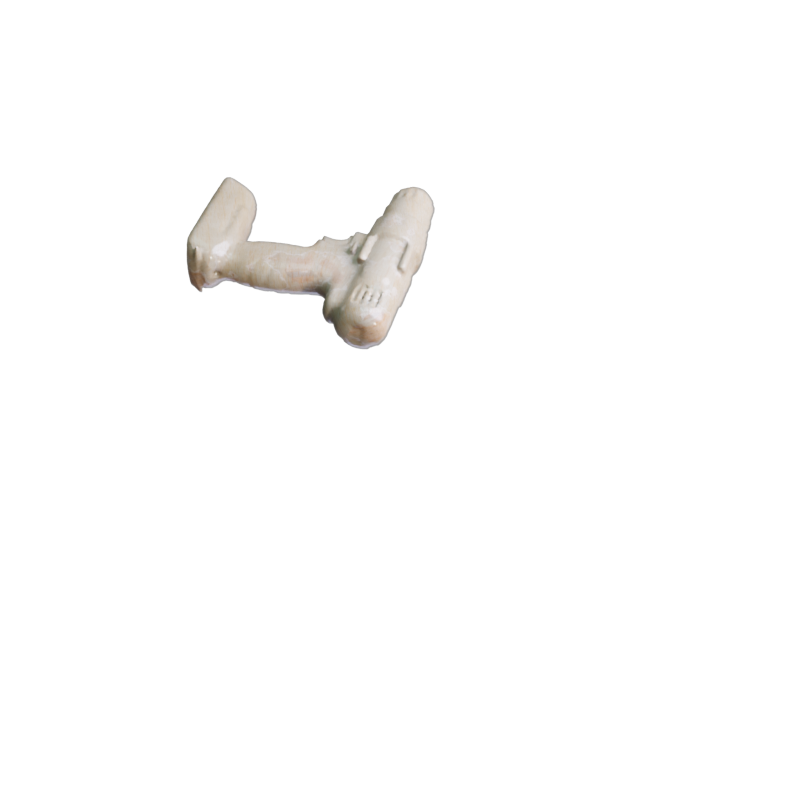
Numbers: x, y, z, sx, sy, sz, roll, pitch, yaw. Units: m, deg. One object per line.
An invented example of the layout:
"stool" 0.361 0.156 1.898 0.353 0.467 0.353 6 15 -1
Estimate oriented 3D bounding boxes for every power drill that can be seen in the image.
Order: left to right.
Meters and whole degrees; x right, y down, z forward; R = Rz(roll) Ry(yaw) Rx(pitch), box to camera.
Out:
"power drill" -0.074 -0.135 0.945 0.192 0.053 0.193 12 46 12
